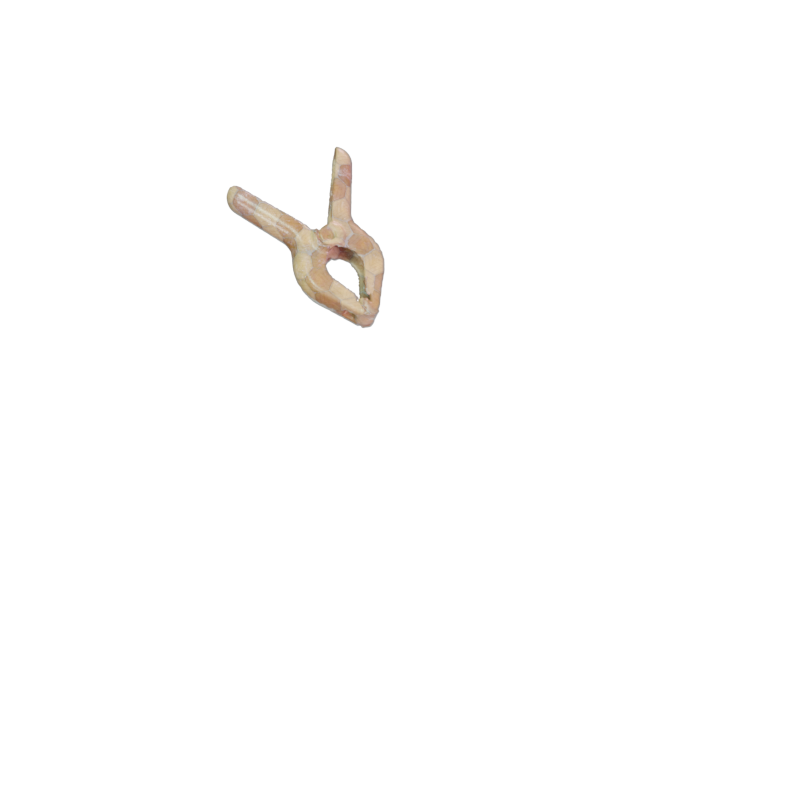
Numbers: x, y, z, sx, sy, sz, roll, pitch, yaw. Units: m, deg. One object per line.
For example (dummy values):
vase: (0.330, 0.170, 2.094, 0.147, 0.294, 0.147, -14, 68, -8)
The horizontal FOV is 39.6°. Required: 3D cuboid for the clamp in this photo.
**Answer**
clamp: (-0.075, -0.138, 0.963, 0.119, 0.183, 0.037, -18, -26, -9)
